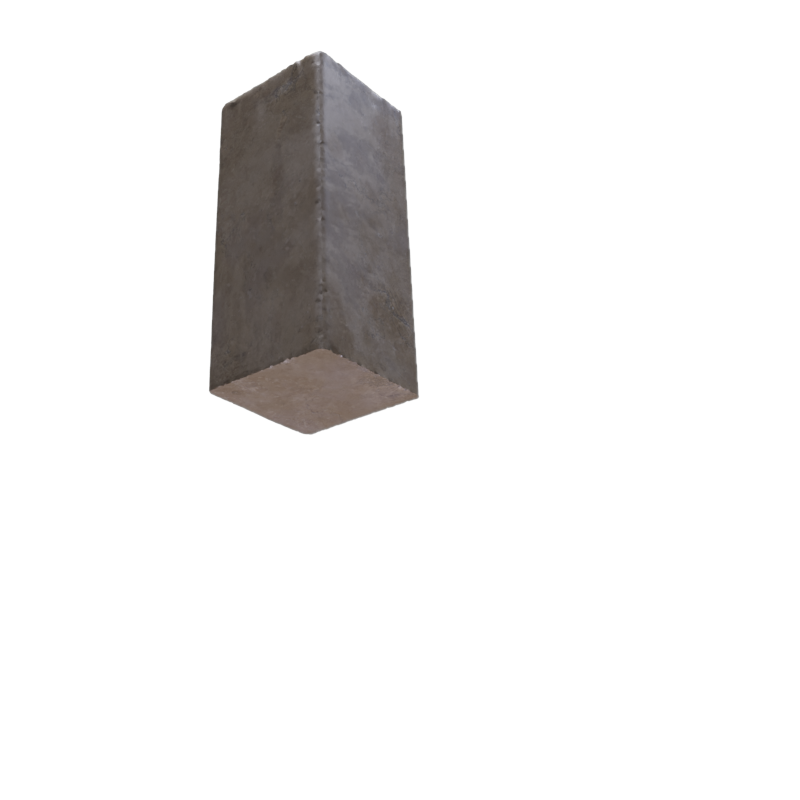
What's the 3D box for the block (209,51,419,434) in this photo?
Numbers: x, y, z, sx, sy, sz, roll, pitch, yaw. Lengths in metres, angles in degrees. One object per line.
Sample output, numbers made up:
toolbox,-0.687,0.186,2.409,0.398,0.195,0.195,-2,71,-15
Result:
block,-0.054,-0.098,0.686,0.091,0.219,0.084,-23,-35,33
